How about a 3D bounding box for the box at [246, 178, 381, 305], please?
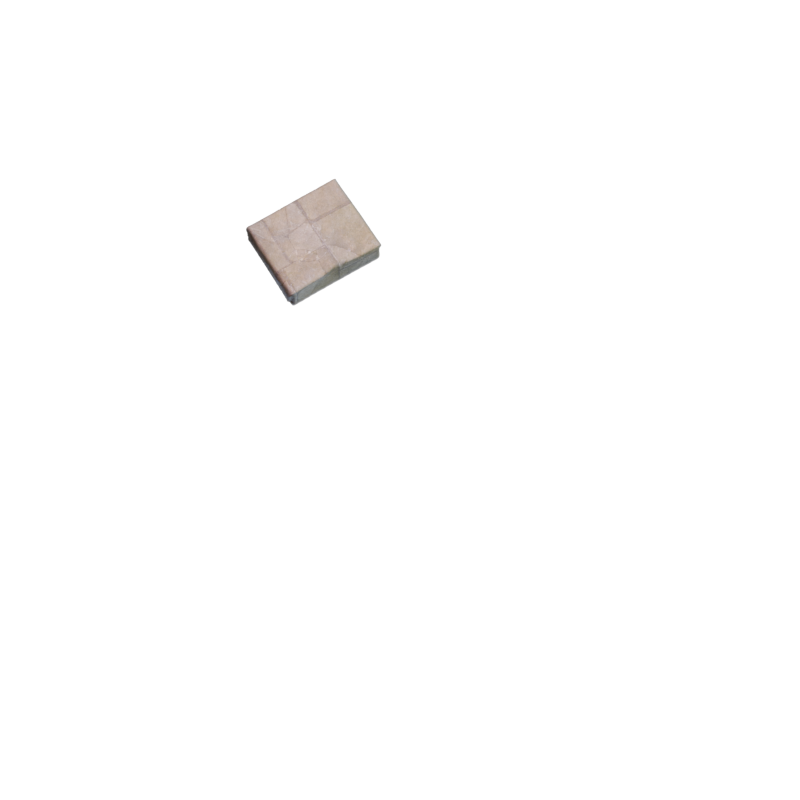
[{"bbox_3d":[-0.072,-0.132,0.922,0.089,0.077,0.029,-30,-20,-13],"label":"box"}]
